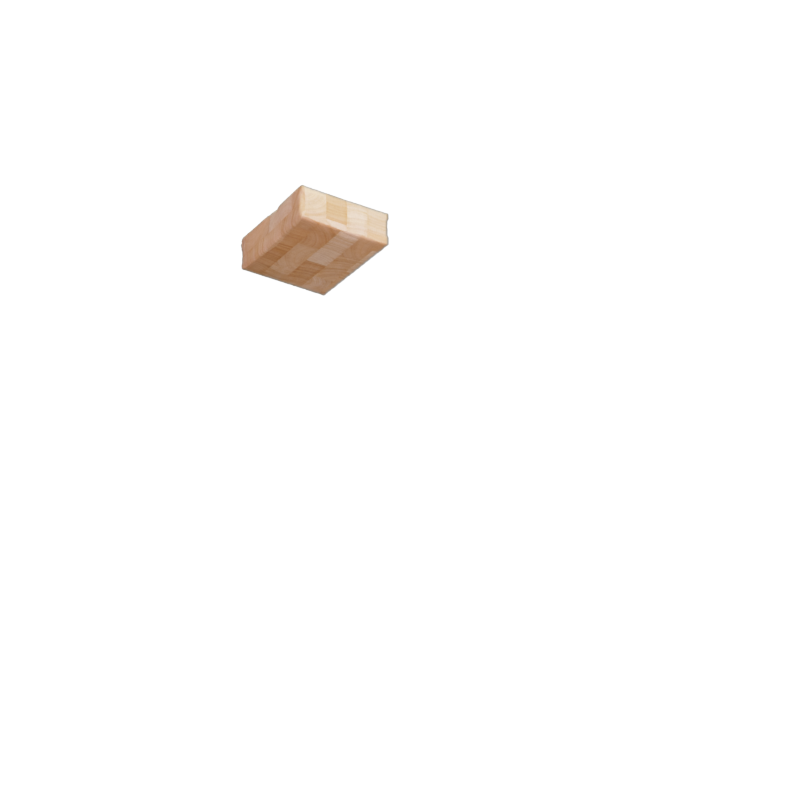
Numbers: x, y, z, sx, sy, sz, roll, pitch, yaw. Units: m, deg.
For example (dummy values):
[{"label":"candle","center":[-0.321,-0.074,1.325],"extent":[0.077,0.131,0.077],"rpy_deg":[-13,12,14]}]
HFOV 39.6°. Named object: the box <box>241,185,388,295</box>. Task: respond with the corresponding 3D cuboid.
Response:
[{"label":"box","center":[-0.063,-0.114,0.798],"extent":[0.070,0.032,0.088],"rpy_deg":[16,-30,-30]}]
